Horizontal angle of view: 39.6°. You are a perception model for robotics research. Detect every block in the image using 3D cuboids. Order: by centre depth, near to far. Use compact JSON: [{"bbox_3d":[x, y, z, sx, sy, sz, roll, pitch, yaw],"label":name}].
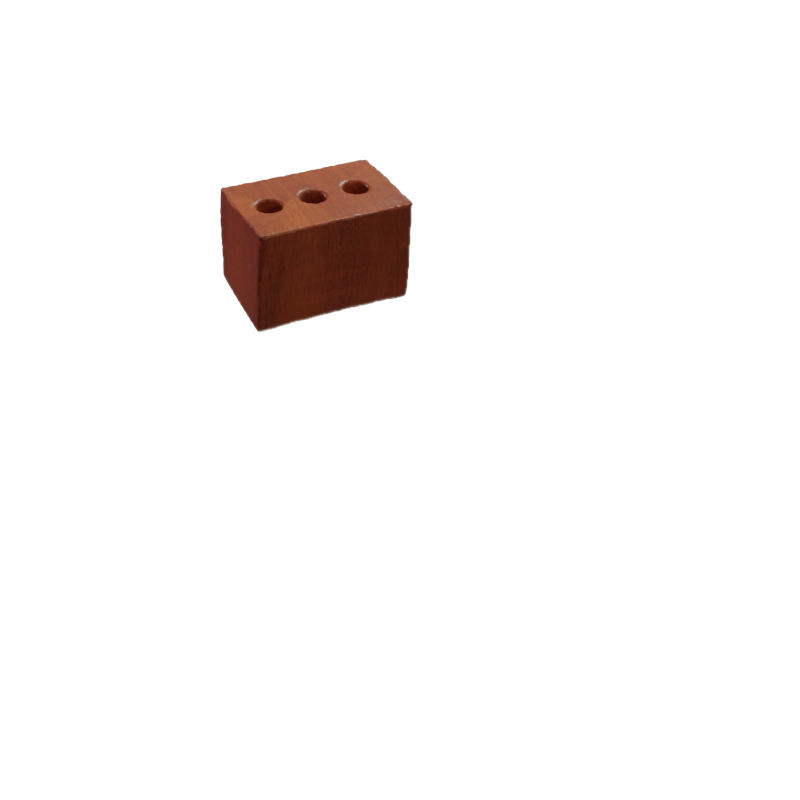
[{"bbox_3d":[-0.041,-0.075,0.524,0.077,0.048,0.057,-16,39,-21],"label":"block"}]
